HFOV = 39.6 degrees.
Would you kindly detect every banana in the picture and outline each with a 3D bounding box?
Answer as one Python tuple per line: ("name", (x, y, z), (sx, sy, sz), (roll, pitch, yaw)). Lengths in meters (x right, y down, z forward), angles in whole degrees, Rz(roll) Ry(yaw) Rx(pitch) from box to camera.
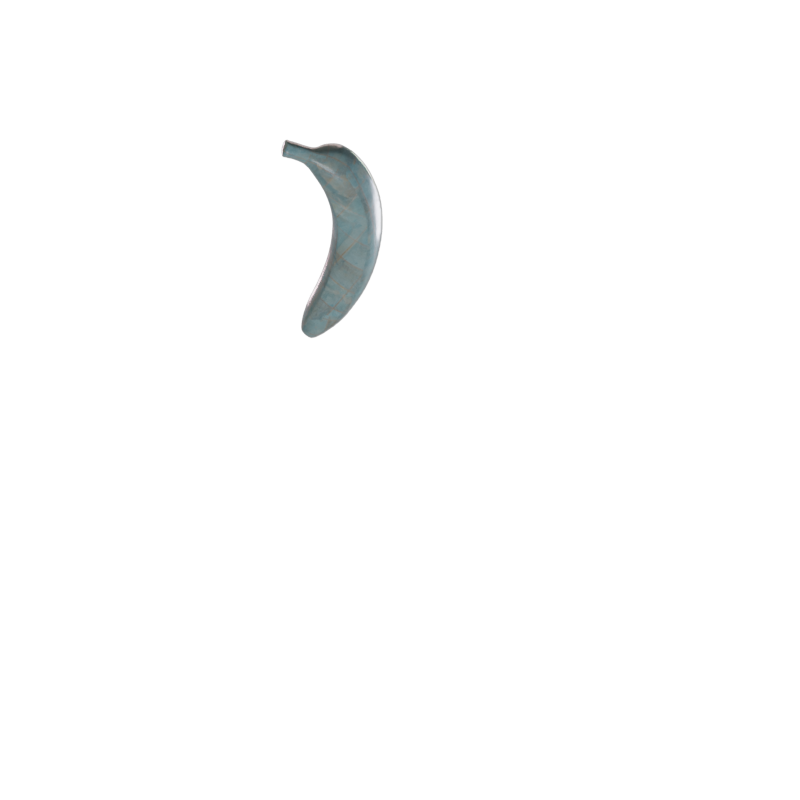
("banana", (-0.048, -0.124, 0.841), (0.070, 0.184, 0.039), (-2, 44, 1))
